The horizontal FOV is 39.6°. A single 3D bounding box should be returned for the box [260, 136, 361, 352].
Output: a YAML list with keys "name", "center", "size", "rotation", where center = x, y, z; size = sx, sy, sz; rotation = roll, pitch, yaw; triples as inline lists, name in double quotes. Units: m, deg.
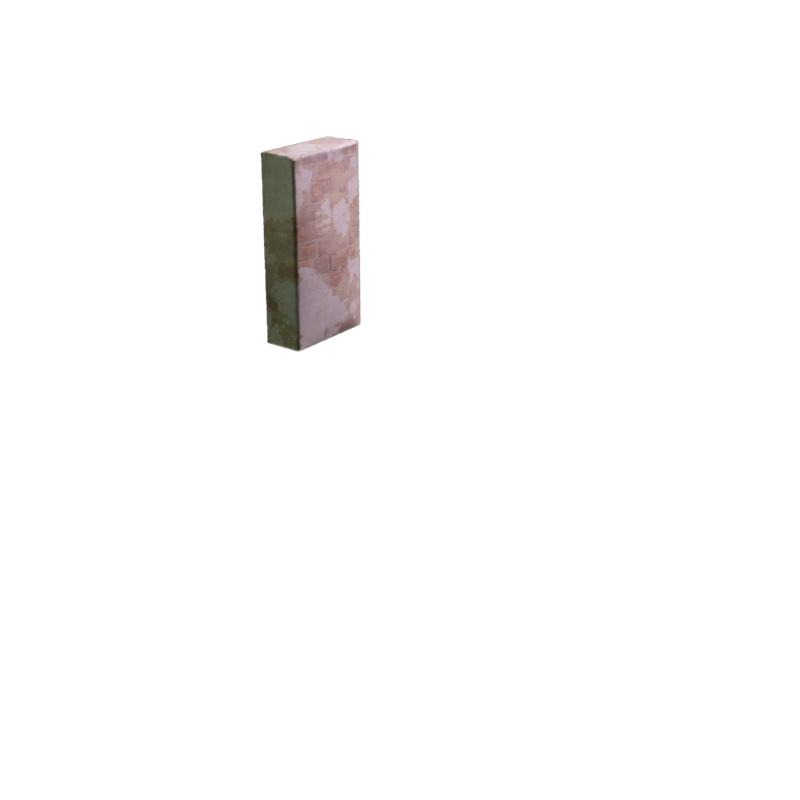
- name: "box"
  center: [-0.078, -0.142, 0.994]
  size: [0.051, 0.169, 0.092]
  rotation: [15, 24, 34]
